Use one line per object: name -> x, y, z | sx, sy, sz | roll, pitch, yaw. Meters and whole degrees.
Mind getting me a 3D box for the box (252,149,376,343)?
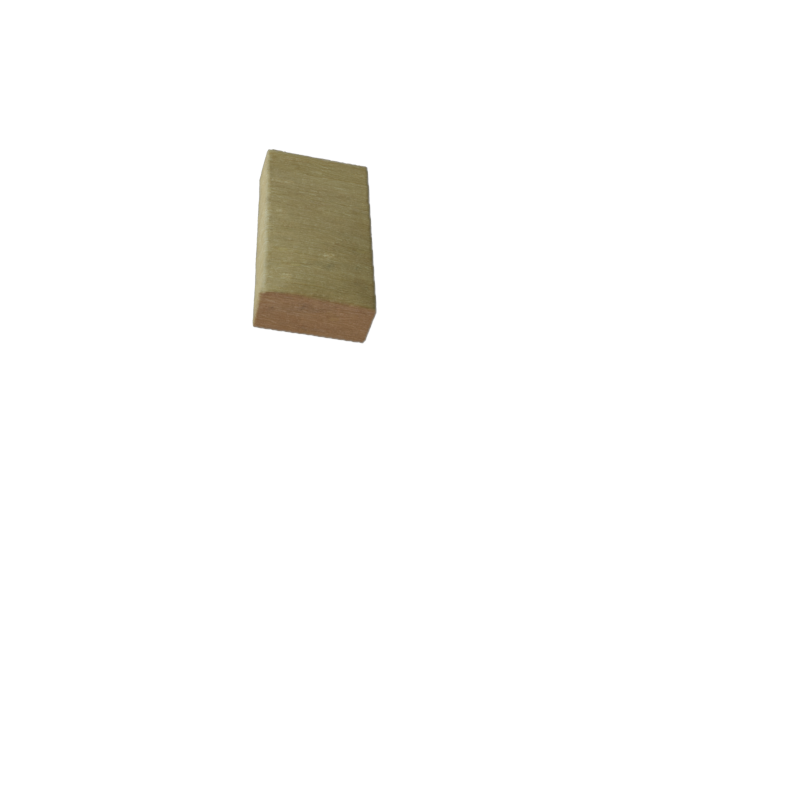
box -> -0.072, -0.130, 0.915 | 0.092, 0.189, 0.045 | 8, -46, -11
